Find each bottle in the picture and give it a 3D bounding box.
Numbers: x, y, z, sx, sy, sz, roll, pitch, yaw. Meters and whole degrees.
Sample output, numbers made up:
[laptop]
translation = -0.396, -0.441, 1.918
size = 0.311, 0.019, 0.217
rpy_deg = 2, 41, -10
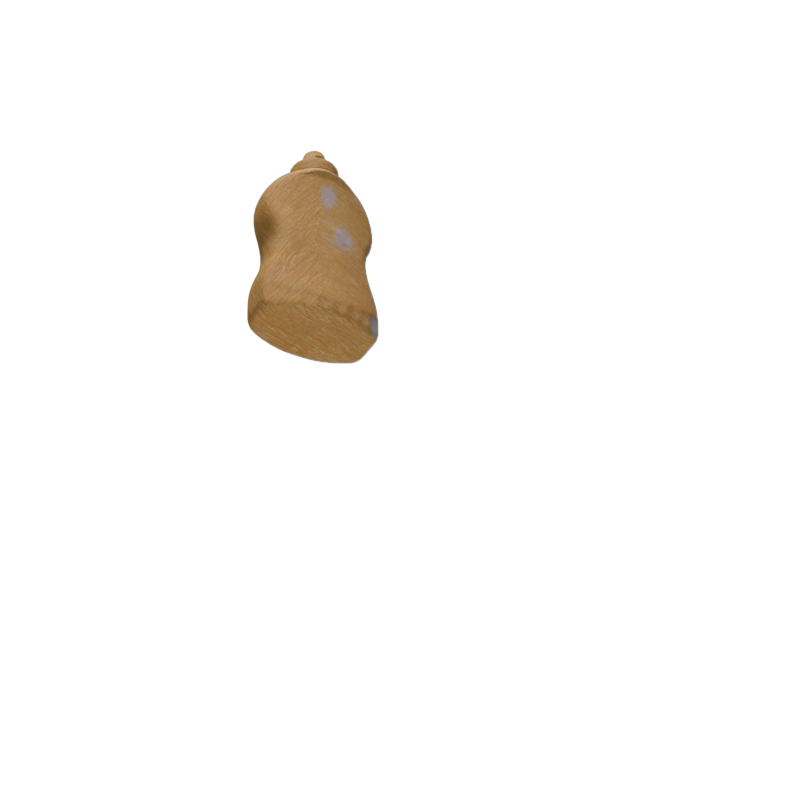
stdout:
[bottle]
translation = -0.067, -0.123, 0.862
size = 0.093, 0.206, 0.056
rpy_deg = 16, -44, -21
